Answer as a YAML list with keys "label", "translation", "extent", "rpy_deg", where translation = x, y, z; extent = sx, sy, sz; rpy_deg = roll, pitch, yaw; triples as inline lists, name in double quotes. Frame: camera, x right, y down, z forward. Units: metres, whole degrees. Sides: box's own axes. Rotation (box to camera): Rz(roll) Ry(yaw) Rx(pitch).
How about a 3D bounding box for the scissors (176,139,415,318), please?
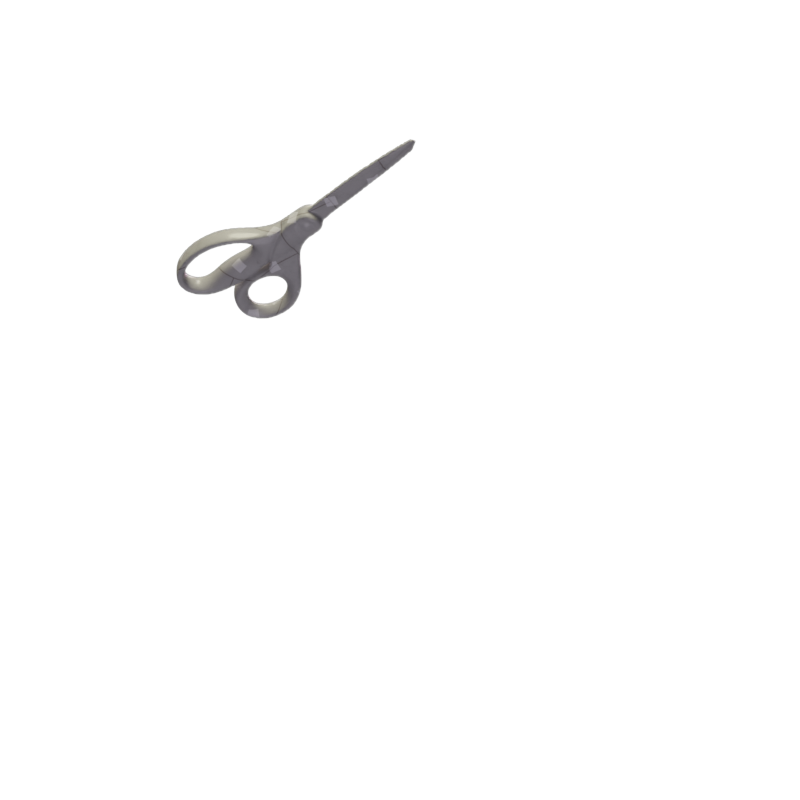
- label: "scissors"
  translation: [-0.059, -0.107, 0.753]
  extent: [0.203, 0.017, 0.089]
  rpy_deg: [-19, -42, 22]
